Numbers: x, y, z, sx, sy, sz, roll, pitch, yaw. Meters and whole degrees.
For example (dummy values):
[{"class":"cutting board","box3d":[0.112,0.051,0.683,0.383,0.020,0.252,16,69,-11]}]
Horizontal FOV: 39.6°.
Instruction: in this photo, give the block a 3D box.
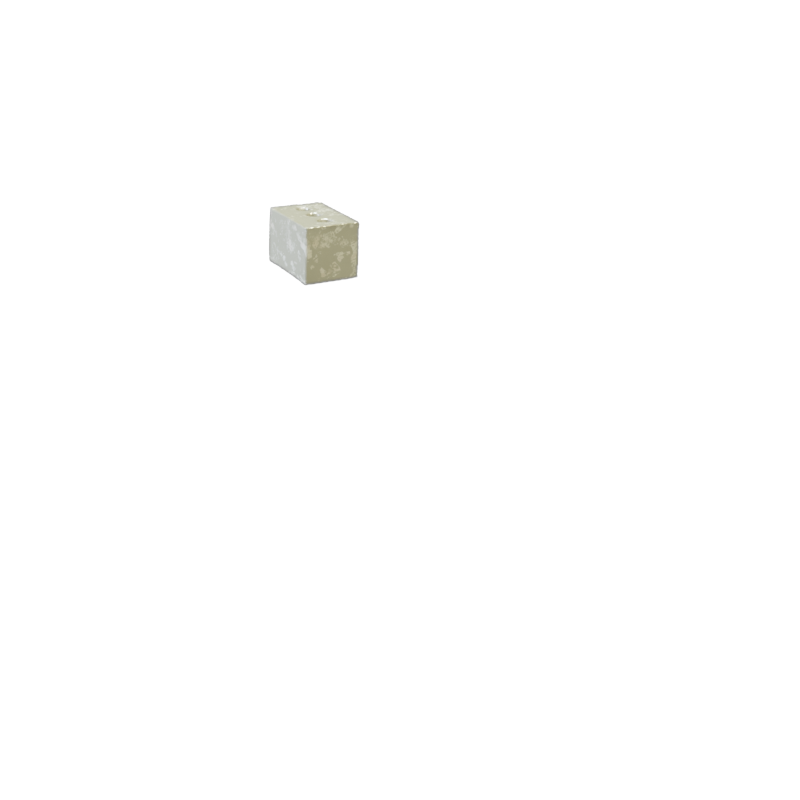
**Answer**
[{"class":"block","box3d":[-0.076,-0.138,0.967,0.052,0.049,0.083,-10,24,-26]}]
